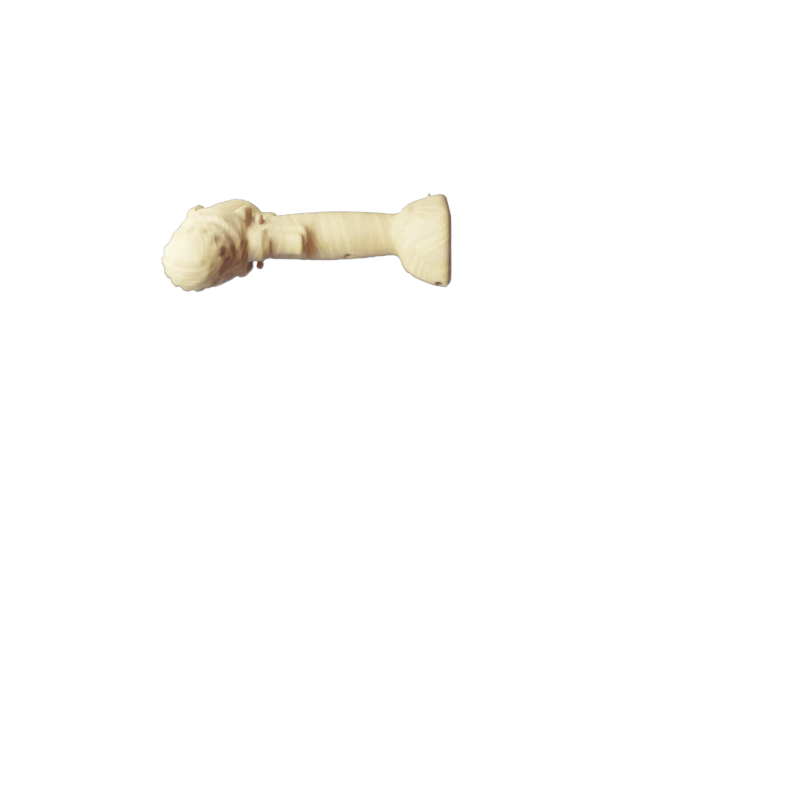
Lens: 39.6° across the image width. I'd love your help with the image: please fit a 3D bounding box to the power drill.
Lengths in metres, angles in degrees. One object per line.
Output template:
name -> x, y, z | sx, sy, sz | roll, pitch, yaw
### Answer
power drill -> -0.059, -0.108, 0.758 | 0.189, 0.056, 0.189 | 1, 17, 4
